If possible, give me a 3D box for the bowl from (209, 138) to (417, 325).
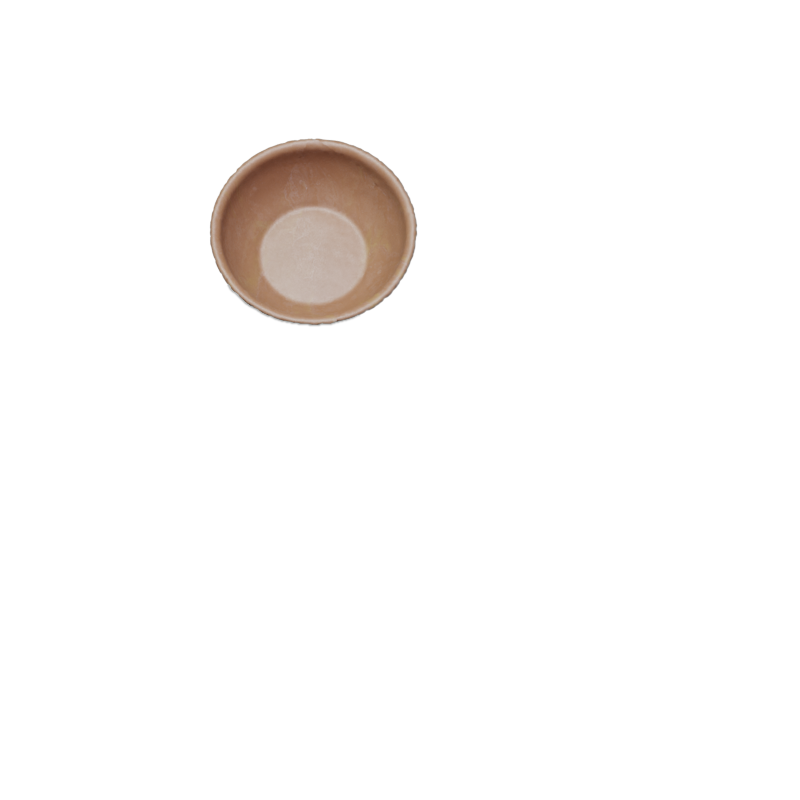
[{"bbox_3d":[-0.069,-0.126,0.885,0.162,0.171,0.052,-1,-23,-1],"label":"bowl"}]
